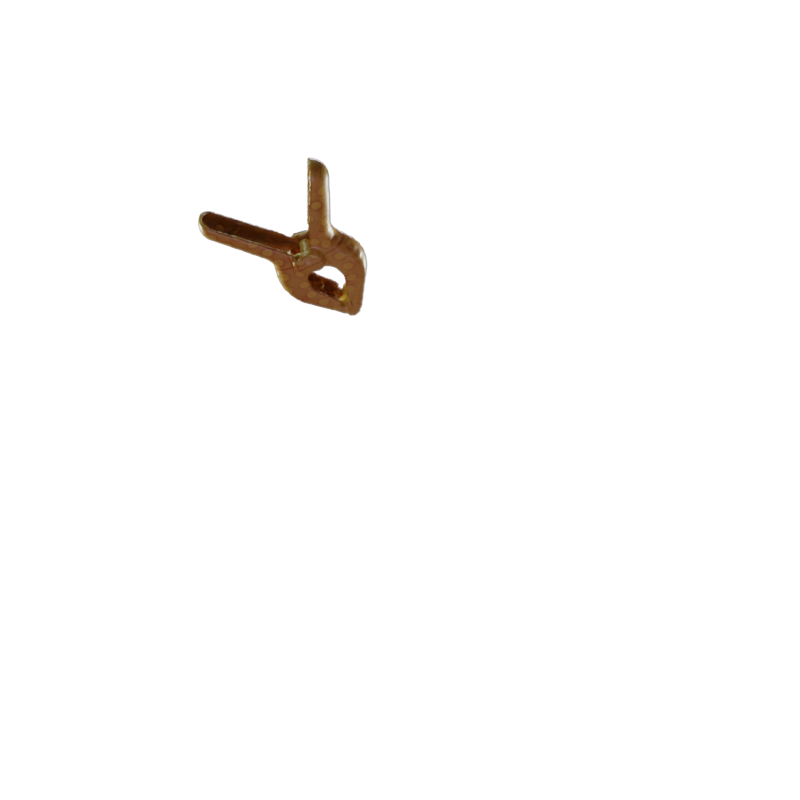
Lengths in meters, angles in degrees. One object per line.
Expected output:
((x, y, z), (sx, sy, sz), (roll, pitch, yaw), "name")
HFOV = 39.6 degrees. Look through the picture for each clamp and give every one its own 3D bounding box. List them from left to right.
((-0.074, -0.135, 0.943), (0.120, 0.042, 0.160), (-25, -43, 31), "clamp")
